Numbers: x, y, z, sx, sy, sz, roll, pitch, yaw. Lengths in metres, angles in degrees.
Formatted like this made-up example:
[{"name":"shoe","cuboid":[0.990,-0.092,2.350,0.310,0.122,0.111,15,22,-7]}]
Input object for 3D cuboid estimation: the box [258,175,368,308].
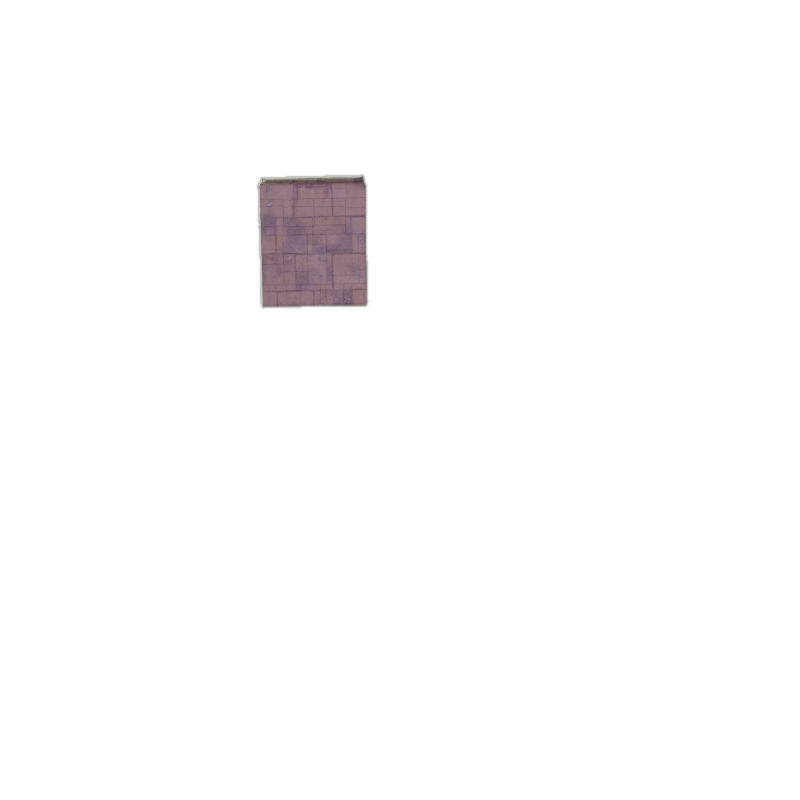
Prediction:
[{"name":"box","cuboid":[-0.060,-0.109,0.765,0.073,0.087,0.031,-1,12,0]}]
